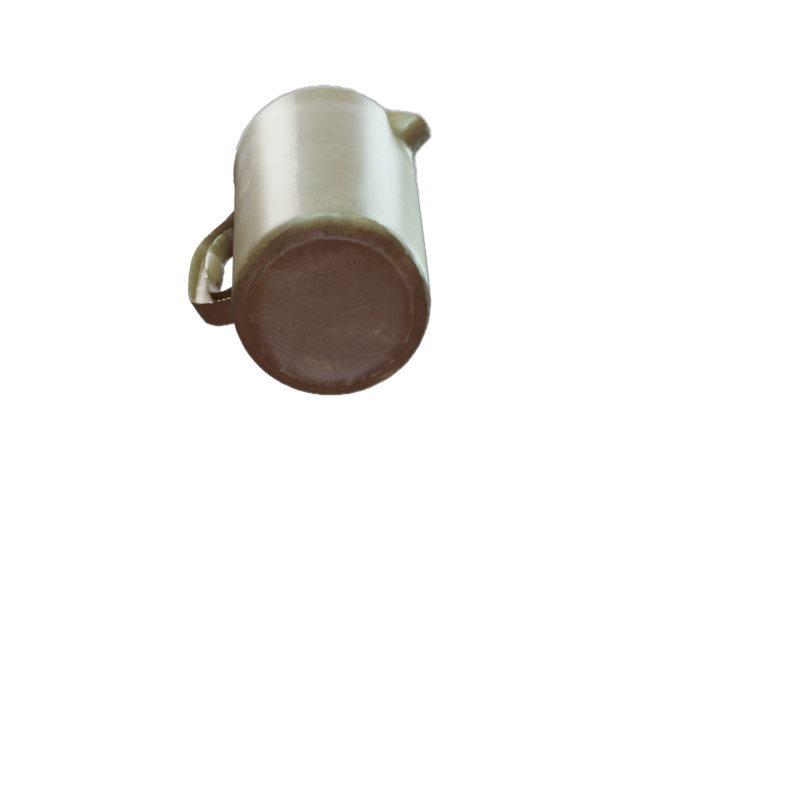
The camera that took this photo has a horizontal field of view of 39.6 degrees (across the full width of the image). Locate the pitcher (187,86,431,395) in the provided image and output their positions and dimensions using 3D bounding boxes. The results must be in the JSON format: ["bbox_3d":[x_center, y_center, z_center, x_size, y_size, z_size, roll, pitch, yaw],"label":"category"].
[{"bbox_3d":[-0.055,-0.100,0.700,0.143,0.143,0.257,13,25,-10],"label":"pitcher"}]
